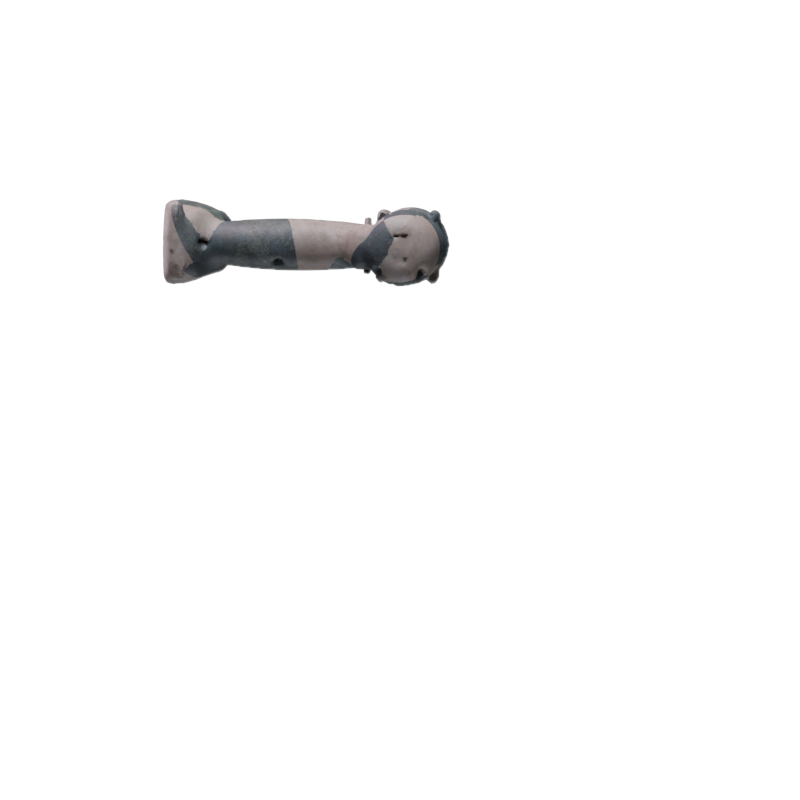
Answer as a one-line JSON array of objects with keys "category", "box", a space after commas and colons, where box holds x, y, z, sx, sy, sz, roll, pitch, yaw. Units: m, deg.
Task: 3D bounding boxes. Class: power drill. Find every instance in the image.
[{"category": "power drill", "box": [-0.060, -0.110, 0.773, 0.189, 0.057, 0.184, 1, 7, 6]}]
